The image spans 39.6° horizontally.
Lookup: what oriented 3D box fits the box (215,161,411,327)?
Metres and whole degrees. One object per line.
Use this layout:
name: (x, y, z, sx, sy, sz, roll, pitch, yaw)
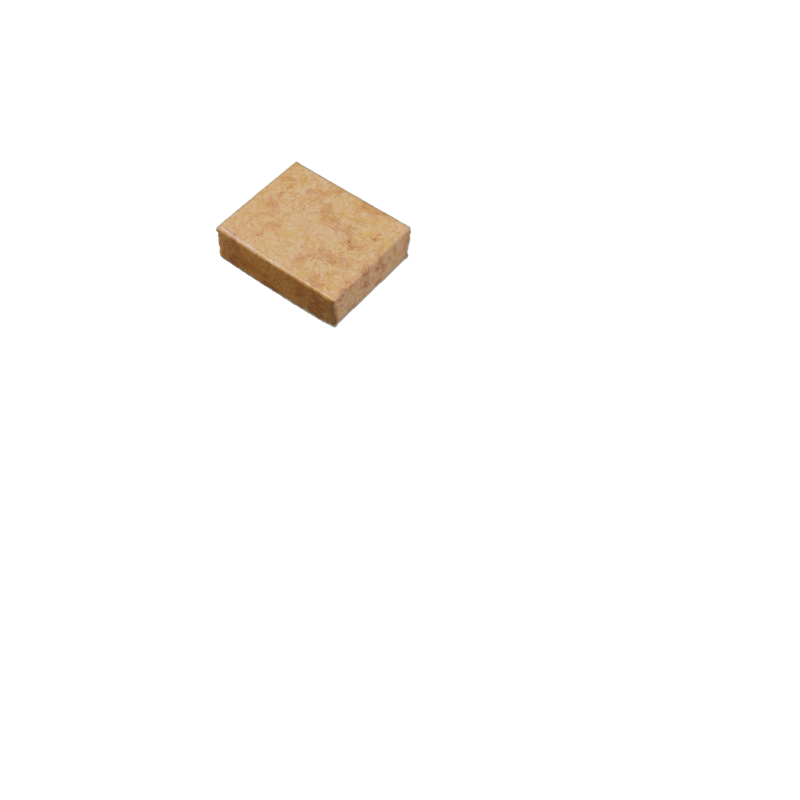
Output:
box: (-0.063, -0.115, 0.807, 0.119, 0.091, 0.036, 33, -30, 22)
